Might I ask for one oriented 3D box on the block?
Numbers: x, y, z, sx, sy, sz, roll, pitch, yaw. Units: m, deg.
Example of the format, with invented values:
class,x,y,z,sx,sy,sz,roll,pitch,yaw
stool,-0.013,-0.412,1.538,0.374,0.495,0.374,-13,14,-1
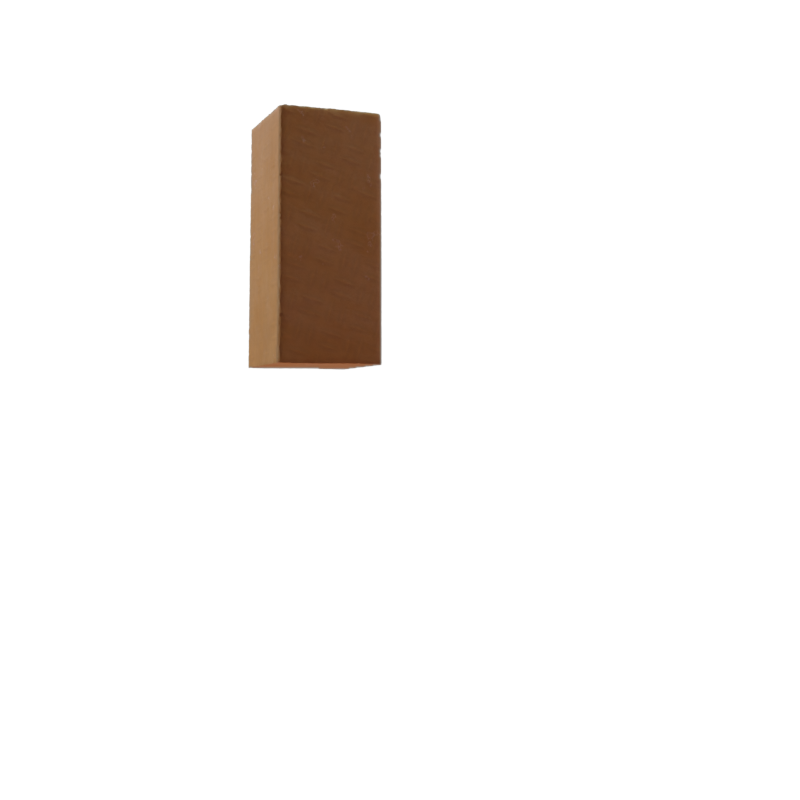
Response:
class,x,y,z,sx,sy,sz,roll,pitch,yaw
block,-0.071,-0.131,0.921,0.088,0.211,0.091,3,-8,-21
